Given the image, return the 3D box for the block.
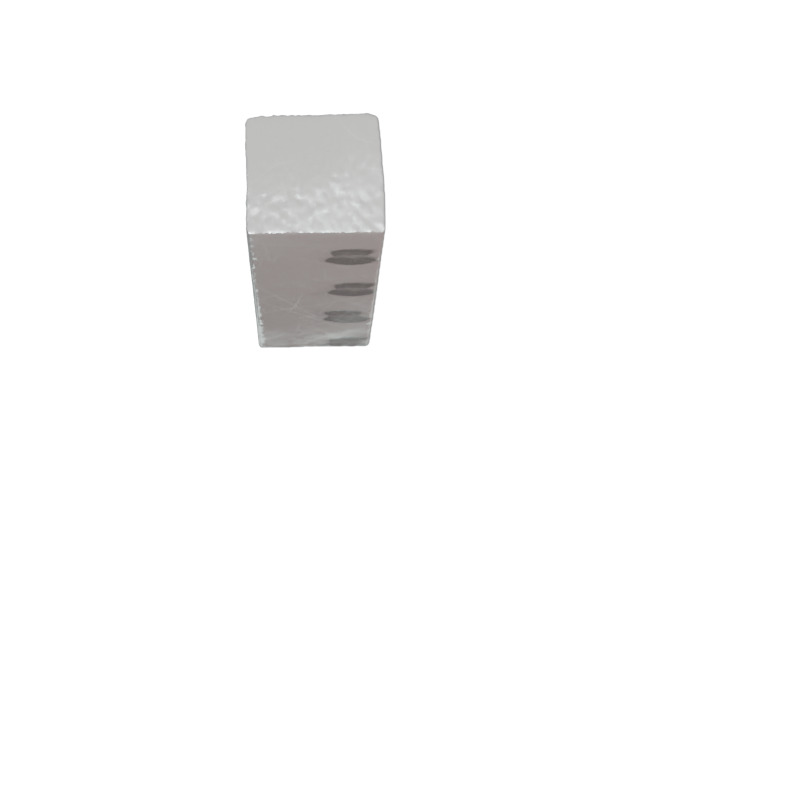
[{"bbox_3d":[-0.063,-0.116,0.808,0.090,0.095,0.196,-1,-20,-4],"label":"block"}]
